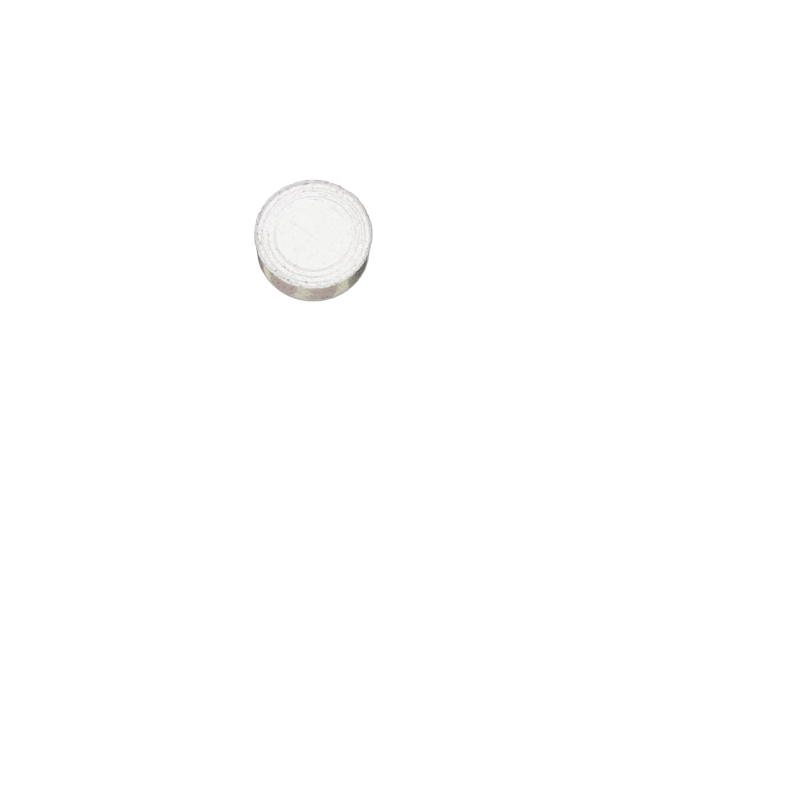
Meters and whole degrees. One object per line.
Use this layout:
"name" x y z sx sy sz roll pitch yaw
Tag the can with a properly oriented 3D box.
"can" -0.064 -0.117 0.817 0.086 0.090 0.032 -1 -21 -1
